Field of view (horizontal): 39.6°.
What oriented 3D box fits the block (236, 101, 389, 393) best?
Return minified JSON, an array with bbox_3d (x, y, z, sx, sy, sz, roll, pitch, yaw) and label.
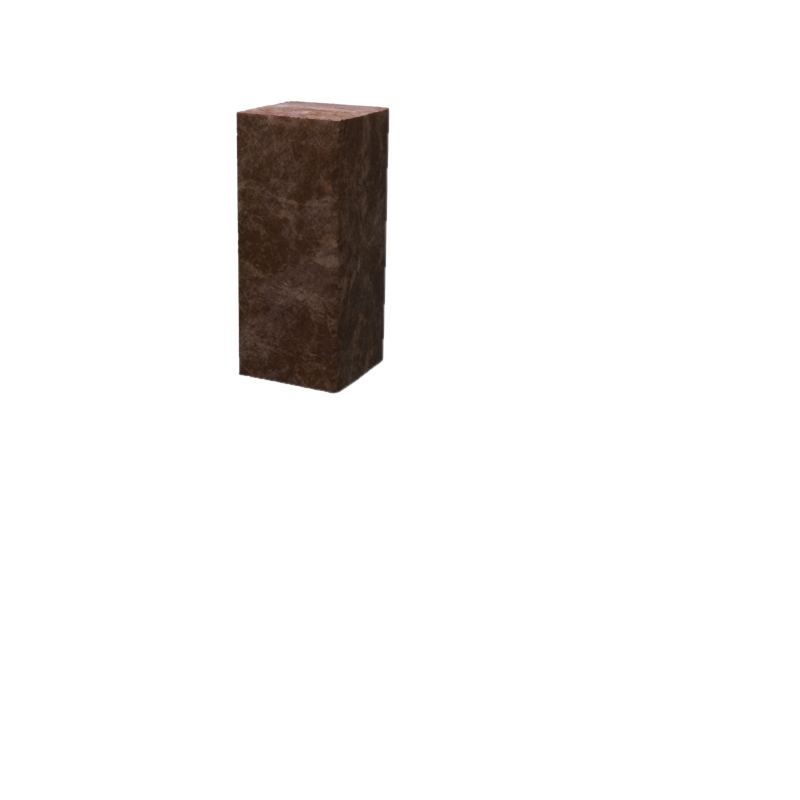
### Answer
[{"bbox_3d":[-0.067,-0.123,0.861,0.094,0.199,0.090,8,17,25],"label":"block"}]
